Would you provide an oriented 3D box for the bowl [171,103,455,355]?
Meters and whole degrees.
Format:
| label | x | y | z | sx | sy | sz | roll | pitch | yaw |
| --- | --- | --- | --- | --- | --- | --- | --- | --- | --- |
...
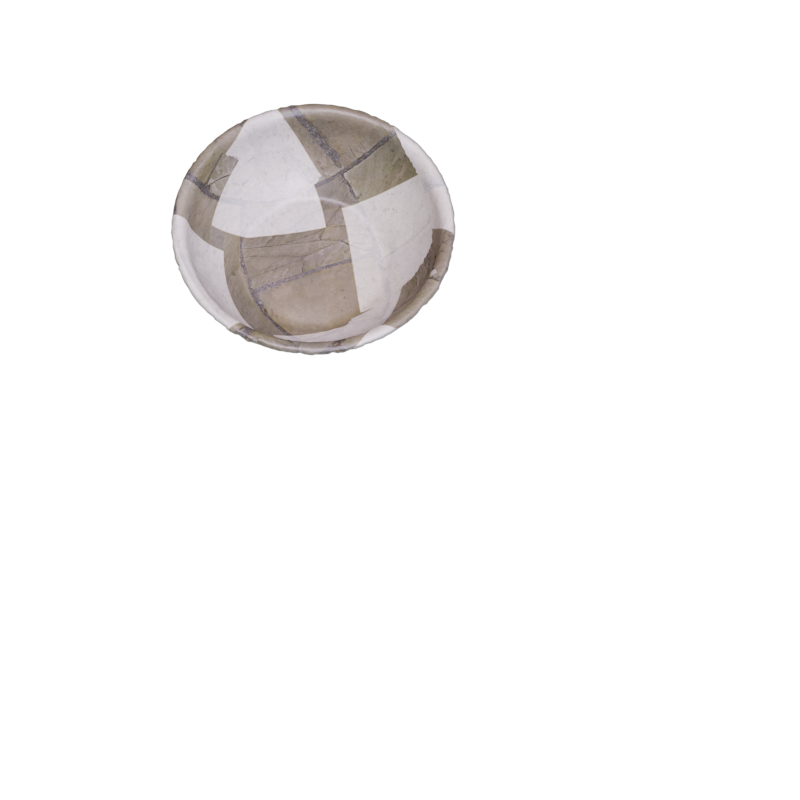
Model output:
| label | x | y | z | sx | sy | sz | roll | pitch | yaw |
| --- | --- | --- | --- | --- | --- | --- | --- | --- | --- |
| bowl | -0.051 | -0.093 | 0.653 | 0.162 | 0.171 | 0.052 | -1 | -25 | -1 |
